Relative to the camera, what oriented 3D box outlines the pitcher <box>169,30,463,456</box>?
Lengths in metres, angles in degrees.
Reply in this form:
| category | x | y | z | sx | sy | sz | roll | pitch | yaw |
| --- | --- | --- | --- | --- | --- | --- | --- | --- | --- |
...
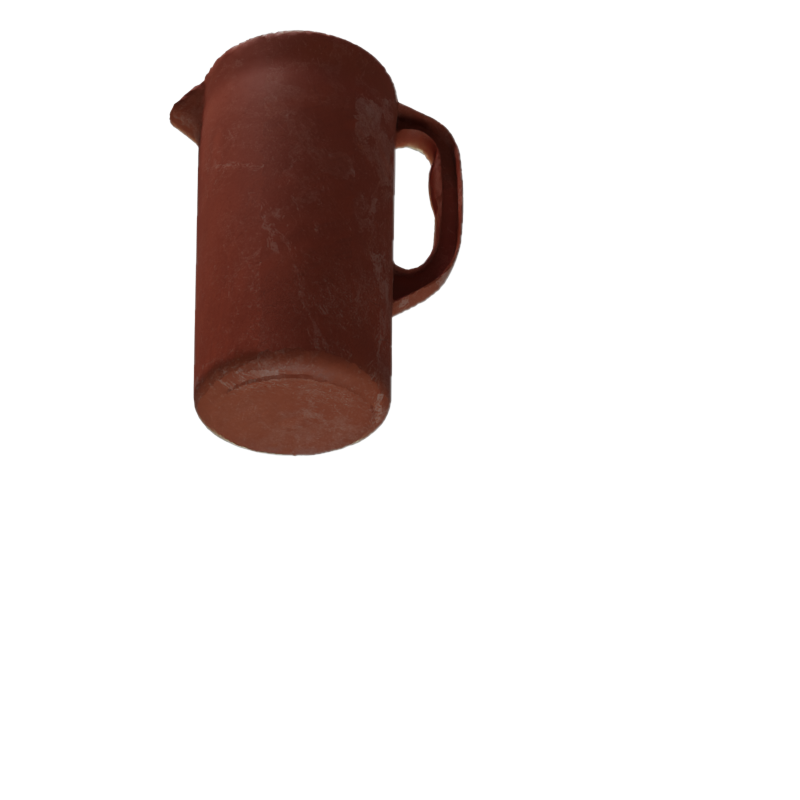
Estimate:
| category | x | y | z | sx | sy | sz | roll | pitch | yaw |
| --- | --- | --- | --- | --- | --- | --- | --- | --- | --- |
| pitcher | -0.052 | -0.096 | 0.670 | 0.150 | 0.260 | 0.134 | -23 | -39 | 28 |
